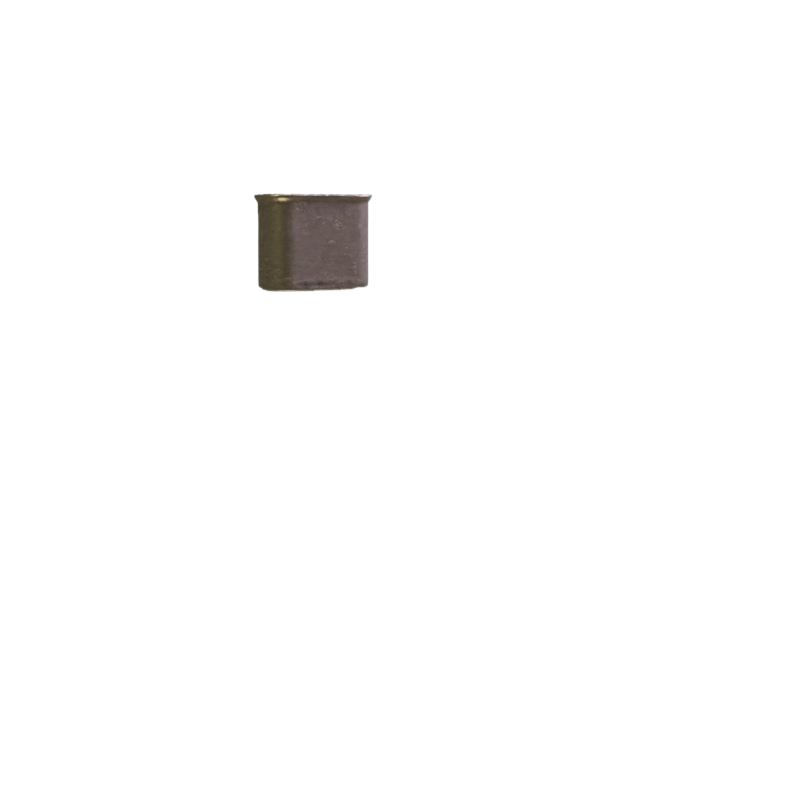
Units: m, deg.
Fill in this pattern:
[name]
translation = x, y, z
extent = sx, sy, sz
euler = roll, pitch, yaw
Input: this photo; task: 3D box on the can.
[can]
translation = -0.077, -0.139, 0.977
extent = 0.099, 0.083, 0.060
euler = -3, 5, -26
